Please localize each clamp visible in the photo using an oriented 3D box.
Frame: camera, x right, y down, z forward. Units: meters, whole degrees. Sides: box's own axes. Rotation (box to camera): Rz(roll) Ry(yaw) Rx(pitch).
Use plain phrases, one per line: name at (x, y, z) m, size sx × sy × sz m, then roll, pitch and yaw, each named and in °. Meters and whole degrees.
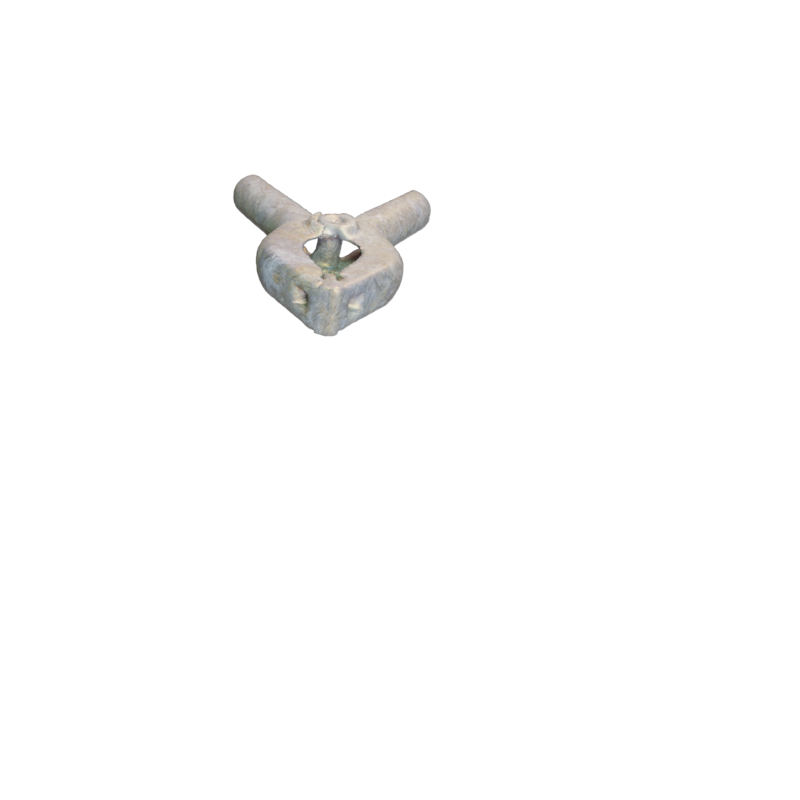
clamp at (-0.049, -0.089, 0.622) m, size 0.121 × 0.037 × 0.178 m, roll 3°, pitch 26°, yaw 7°
